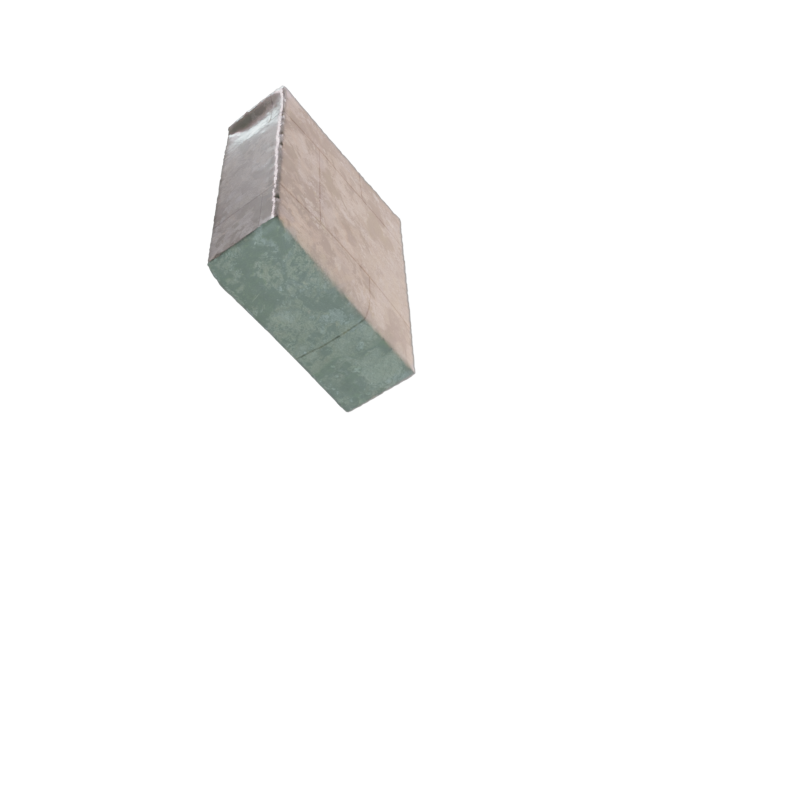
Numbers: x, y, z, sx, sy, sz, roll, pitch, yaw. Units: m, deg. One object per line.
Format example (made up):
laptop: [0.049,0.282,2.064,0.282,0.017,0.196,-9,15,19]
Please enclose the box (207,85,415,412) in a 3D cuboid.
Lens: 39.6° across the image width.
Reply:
box: [-0.066,-0.121,0.848,0.071,0.154,0.229,-33,31,19]
